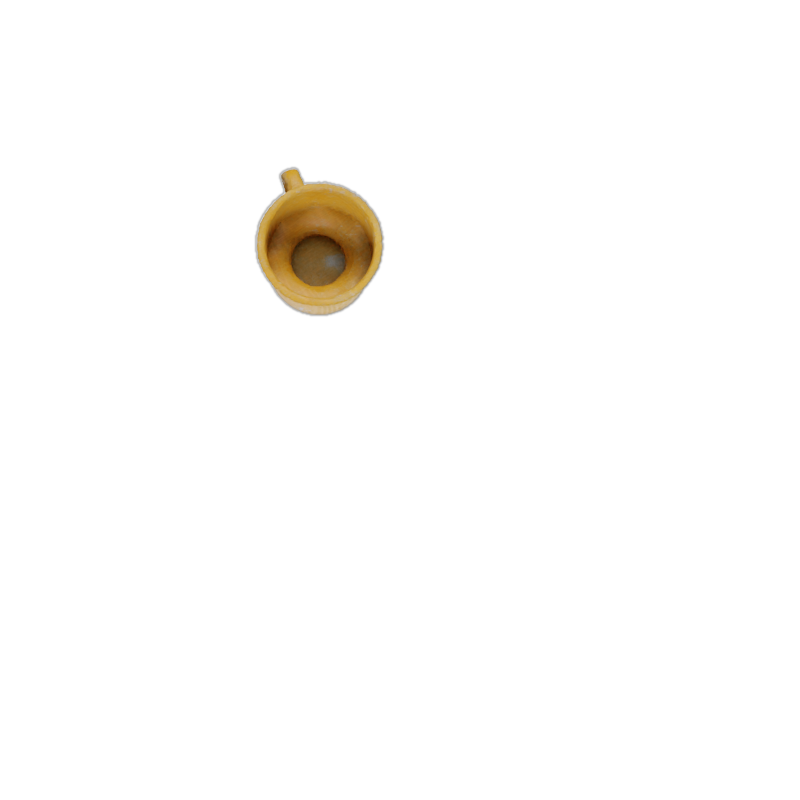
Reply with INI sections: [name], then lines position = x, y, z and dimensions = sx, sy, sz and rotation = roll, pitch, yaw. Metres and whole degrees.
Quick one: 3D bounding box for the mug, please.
[mug]
position = -0.067, -0.121, 0.850
dimensions = 0.093, 0.121, 0.079
rotation = -23, -10, -6
